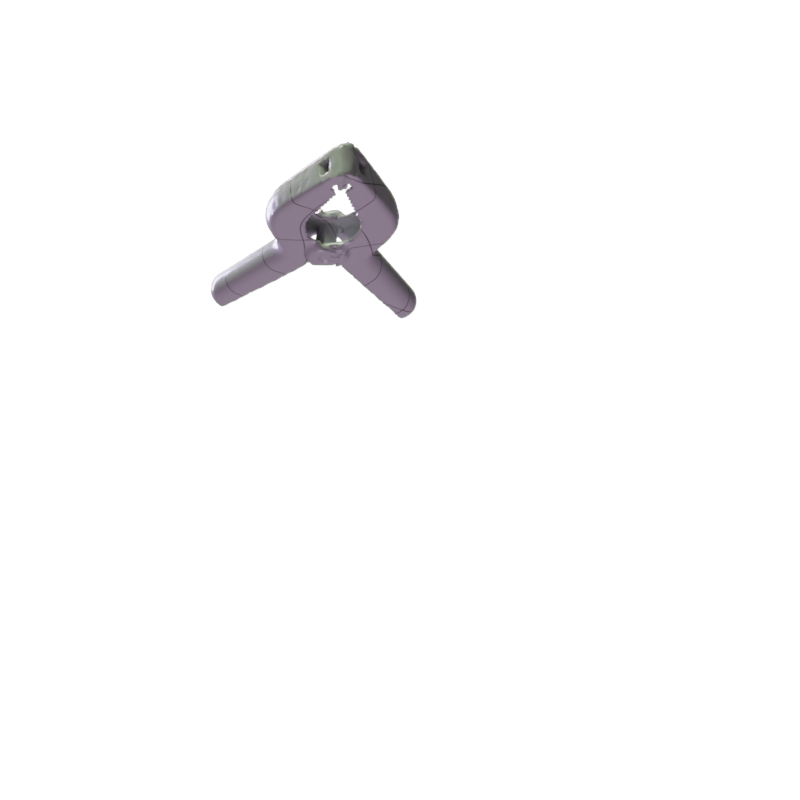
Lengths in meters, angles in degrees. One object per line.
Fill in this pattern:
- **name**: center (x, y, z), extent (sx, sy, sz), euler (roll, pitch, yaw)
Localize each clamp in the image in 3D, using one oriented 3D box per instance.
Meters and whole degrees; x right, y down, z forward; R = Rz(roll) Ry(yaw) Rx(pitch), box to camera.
- **clamp**: center (-0.064, -0.117, 0.820), extent (0.164, 0.039, 0.198), euler (1, -25, -2)
